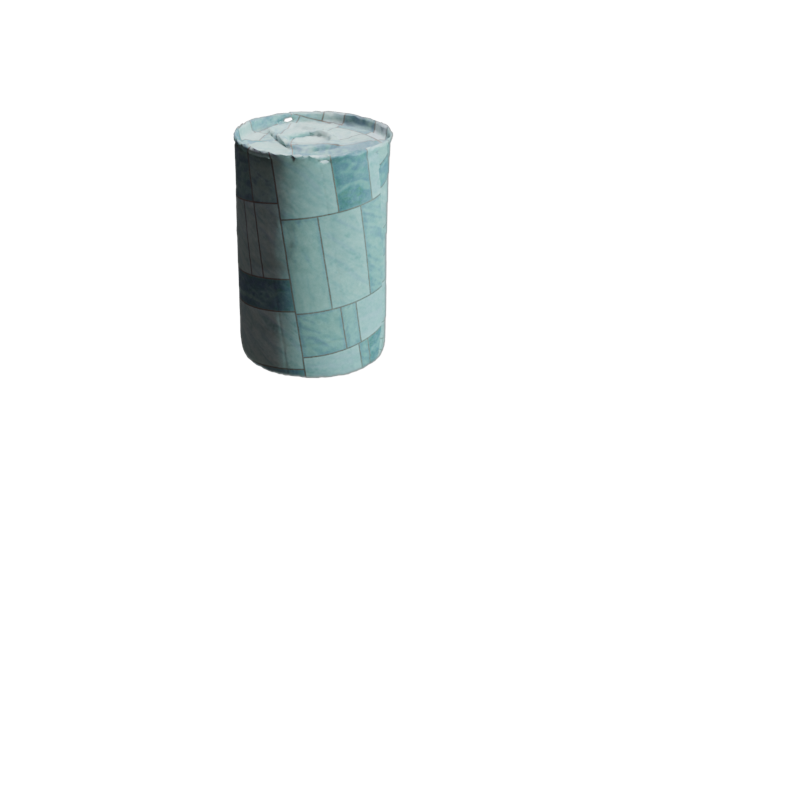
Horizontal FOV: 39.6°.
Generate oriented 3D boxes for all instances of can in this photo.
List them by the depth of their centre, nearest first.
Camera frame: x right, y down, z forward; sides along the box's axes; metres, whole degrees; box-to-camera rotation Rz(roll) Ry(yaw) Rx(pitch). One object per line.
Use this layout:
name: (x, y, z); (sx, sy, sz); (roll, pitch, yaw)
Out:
can: (-0.038, -0.070, 0.490); (0.068, 0.097, 0.072); (0, 25, -2)
